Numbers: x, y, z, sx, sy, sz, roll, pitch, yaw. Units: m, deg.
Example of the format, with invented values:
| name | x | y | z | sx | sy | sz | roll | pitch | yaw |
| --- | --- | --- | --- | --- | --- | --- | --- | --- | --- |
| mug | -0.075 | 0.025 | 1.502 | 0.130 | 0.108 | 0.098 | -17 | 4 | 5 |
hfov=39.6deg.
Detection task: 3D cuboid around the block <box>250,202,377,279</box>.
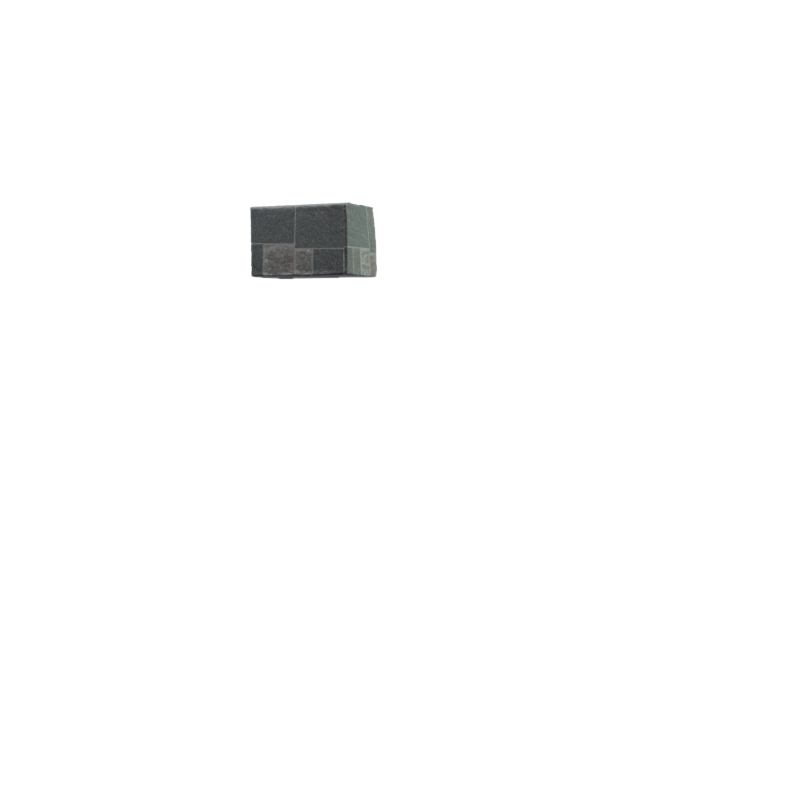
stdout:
| name | x | y | z | sx | sy | sz | roll | pitch | yaw |
| --- | --- | --- | --- | --- | --- | --- | --- | --- | --- |
| block | -0.062 | -0.113 | 0.793 | 0.080 | 0.051 | 0.051 | 1 | 1 | 23 |
